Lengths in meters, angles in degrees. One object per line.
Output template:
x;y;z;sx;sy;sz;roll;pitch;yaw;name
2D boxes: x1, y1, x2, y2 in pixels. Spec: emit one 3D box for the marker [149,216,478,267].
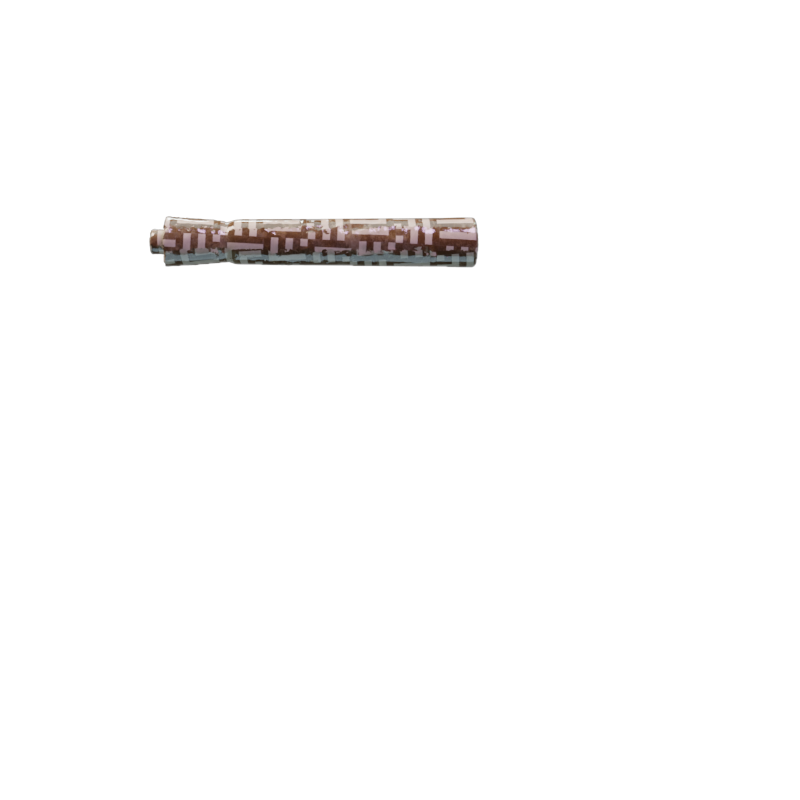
-0.032;-0.059;0.414;0.121;0.020;0.020;0;4;-1;marker
